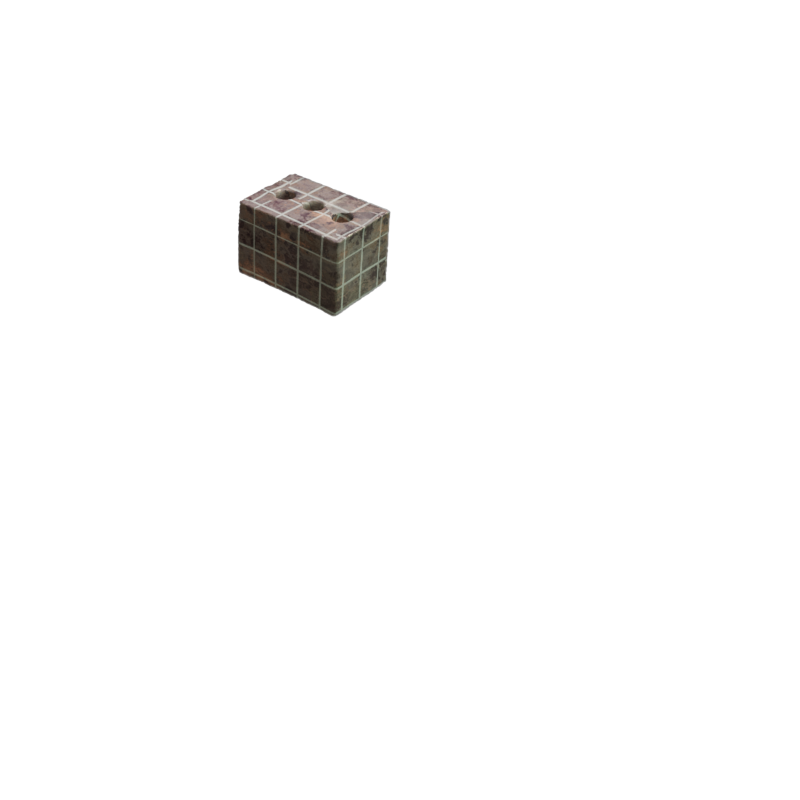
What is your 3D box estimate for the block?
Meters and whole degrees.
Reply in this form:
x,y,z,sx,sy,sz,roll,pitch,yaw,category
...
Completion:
x,y,z,sx,sy,sz,roll,pitch,yaw,category
-0.052,-0.095,0.664,0.083,0.048,0.053,25,41,30,block
